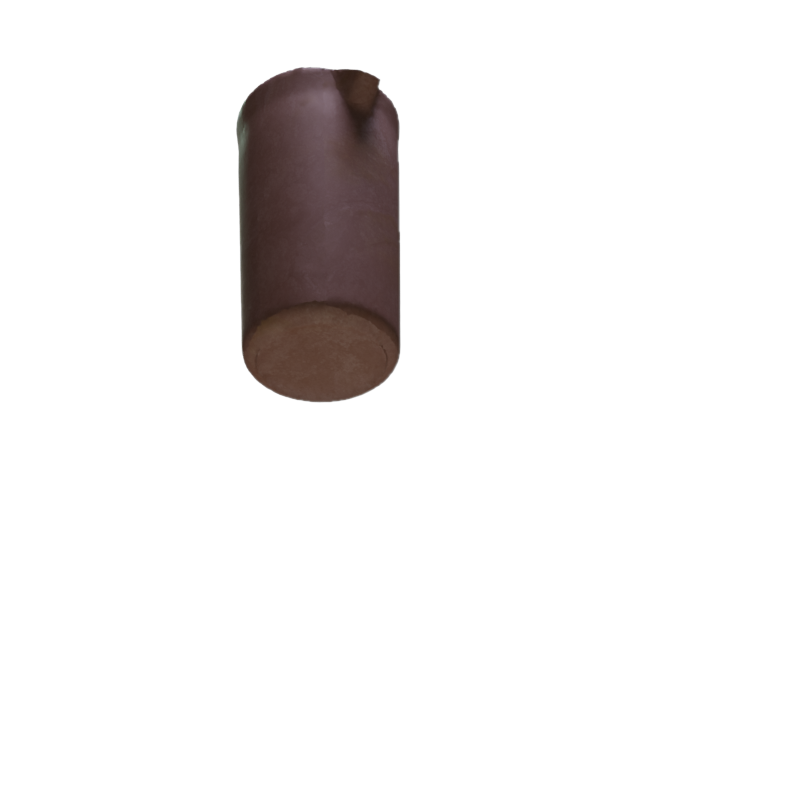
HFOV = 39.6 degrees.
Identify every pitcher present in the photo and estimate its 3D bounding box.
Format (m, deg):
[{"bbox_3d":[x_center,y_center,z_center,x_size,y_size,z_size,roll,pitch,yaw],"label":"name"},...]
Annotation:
[{"bbox_3d":[-0.065,-0.119,0.833,0.146,0.261,0.138,-10,-40,9],"label":"pitcher"}]
